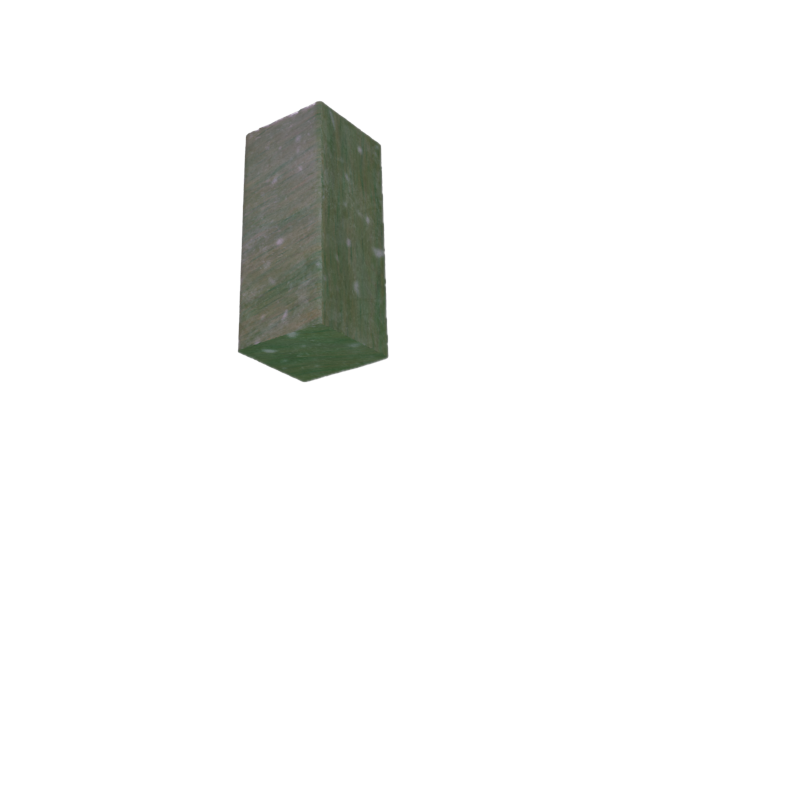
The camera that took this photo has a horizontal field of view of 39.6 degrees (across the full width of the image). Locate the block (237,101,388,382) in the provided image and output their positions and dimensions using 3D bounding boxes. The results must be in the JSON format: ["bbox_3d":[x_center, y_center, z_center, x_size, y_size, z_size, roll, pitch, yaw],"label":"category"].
[{"bbox_3d":[-0.073,-0.133,0.934,0.091,0.219,0.084,-19,-31,32],"label":"block"}]
